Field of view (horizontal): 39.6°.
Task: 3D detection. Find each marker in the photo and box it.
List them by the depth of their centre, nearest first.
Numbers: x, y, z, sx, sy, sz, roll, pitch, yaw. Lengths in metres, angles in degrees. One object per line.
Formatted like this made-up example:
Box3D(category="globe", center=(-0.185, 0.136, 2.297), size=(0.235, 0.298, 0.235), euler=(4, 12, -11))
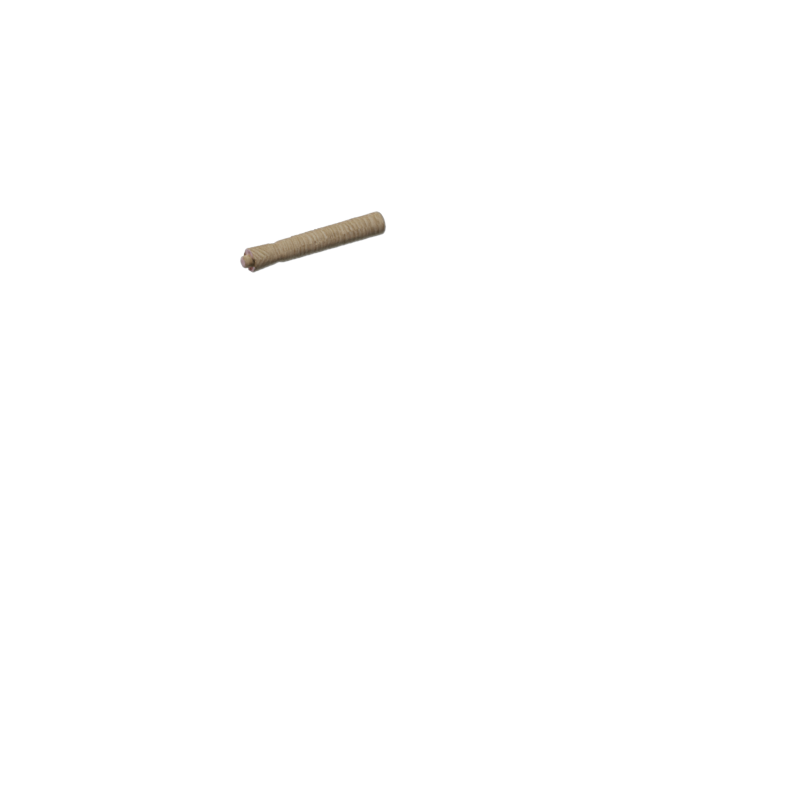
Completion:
Box3D(category="marker", center=(-0.066, -0.120, 0.842), size=(0.119, 0.019, 0.020), euler=(-20, 13, -26))
